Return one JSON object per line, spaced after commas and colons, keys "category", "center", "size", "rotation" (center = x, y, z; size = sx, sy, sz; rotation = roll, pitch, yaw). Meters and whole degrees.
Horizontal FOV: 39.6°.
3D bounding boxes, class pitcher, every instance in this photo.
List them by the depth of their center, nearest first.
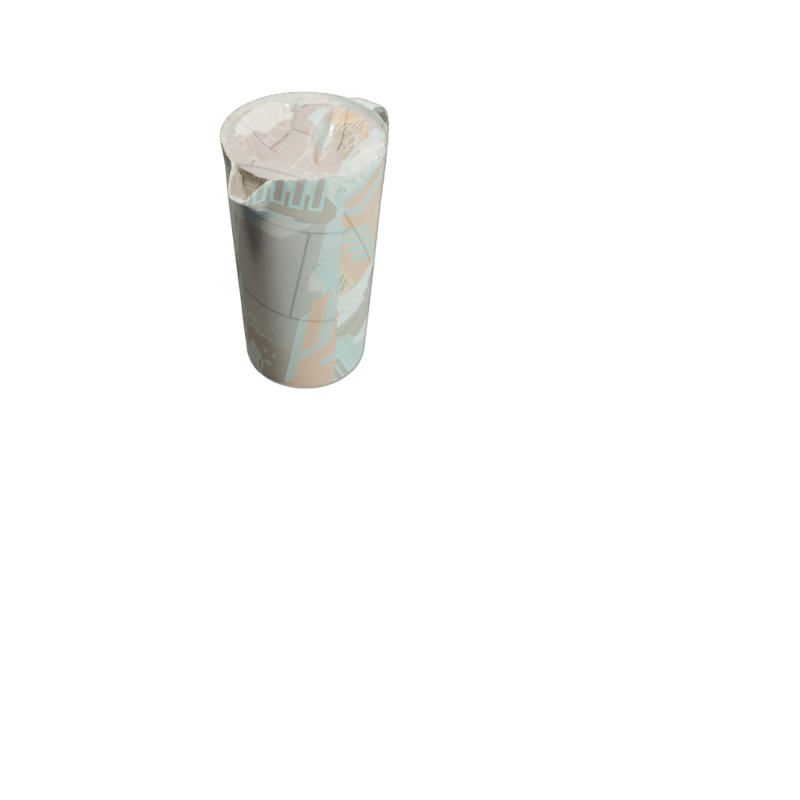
{"category": "pitcher", "center": [-0.074, -0.135, 0.948], "size": [0.148, 0.227, 0.157], "rotation": [-5, 42, -9]}
